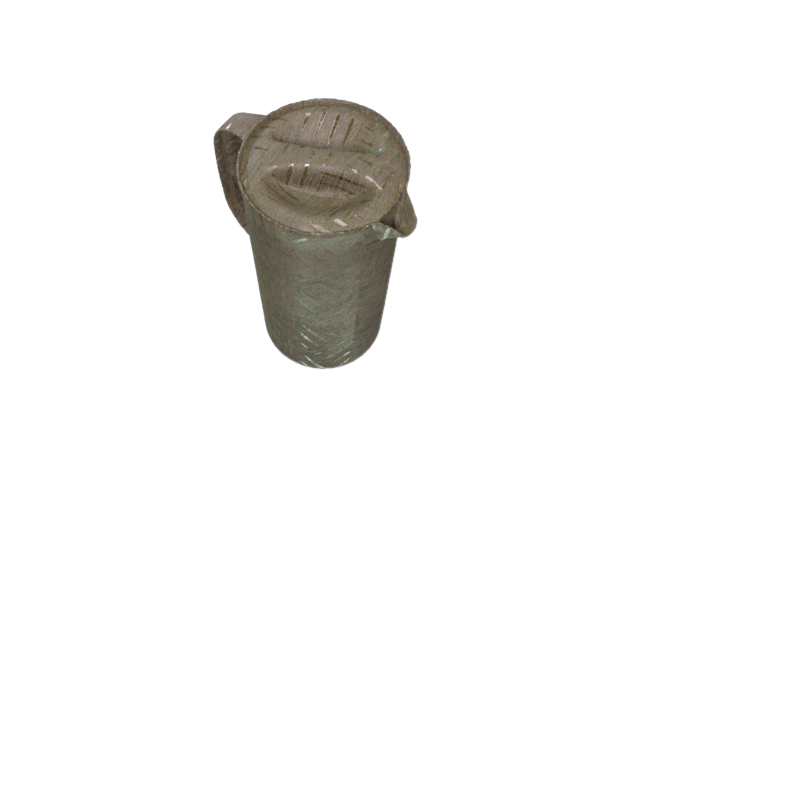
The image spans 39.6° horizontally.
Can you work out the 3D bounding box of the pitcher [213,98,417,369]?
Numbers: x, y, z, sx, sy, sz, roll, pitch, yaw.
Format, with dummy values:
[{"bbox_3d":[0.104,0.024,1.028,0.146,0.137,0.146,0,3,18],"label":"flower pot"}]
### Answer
[{"bbox_3d":[-0.073,-0.134,0.937,0.144,0.160,0.228,-8,-29,-8],"label":"pitcher"}]
